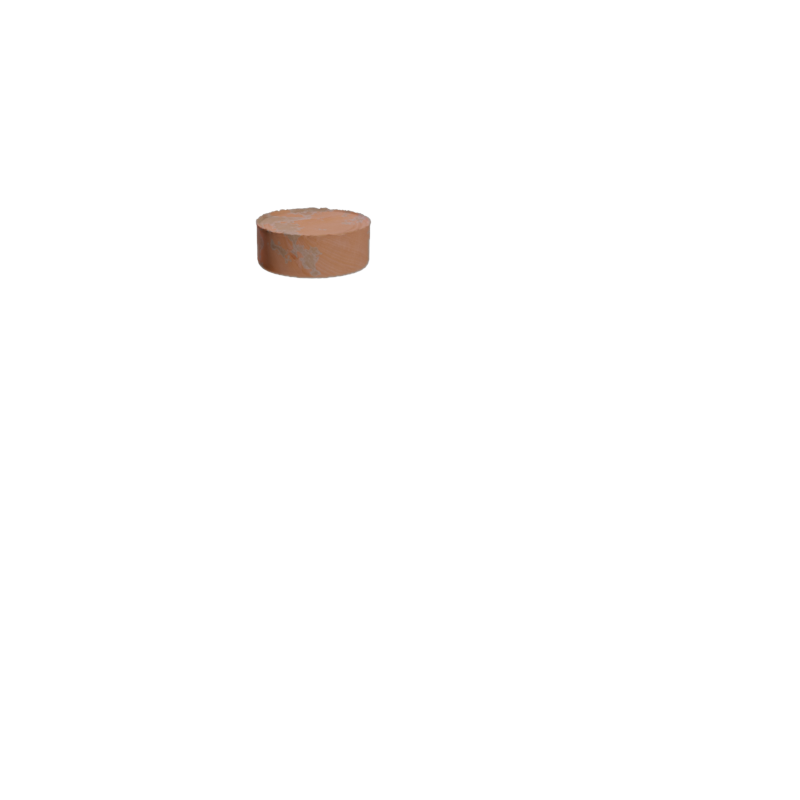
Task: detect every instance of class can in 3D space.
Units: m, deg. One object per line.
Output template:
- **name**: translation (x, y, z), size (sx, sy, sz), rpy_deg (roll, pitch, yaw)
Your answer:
- **can**: translation (-0.065, -0.118, 0.827), size (0.086, 0.032, 0.090), rpy_deg (-1, 21, -2)
